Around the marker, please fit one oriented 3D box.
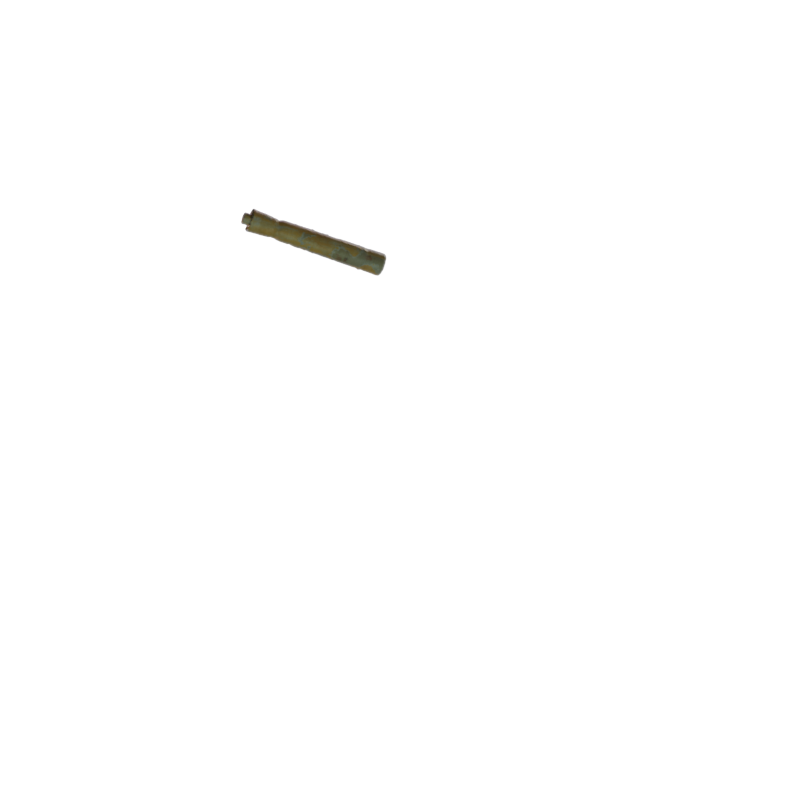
[{"bbox_3d":[-0.070,-0.127,0.891,0.118,0.020,0.020,17,-1,-13],"label":"marker"}]
